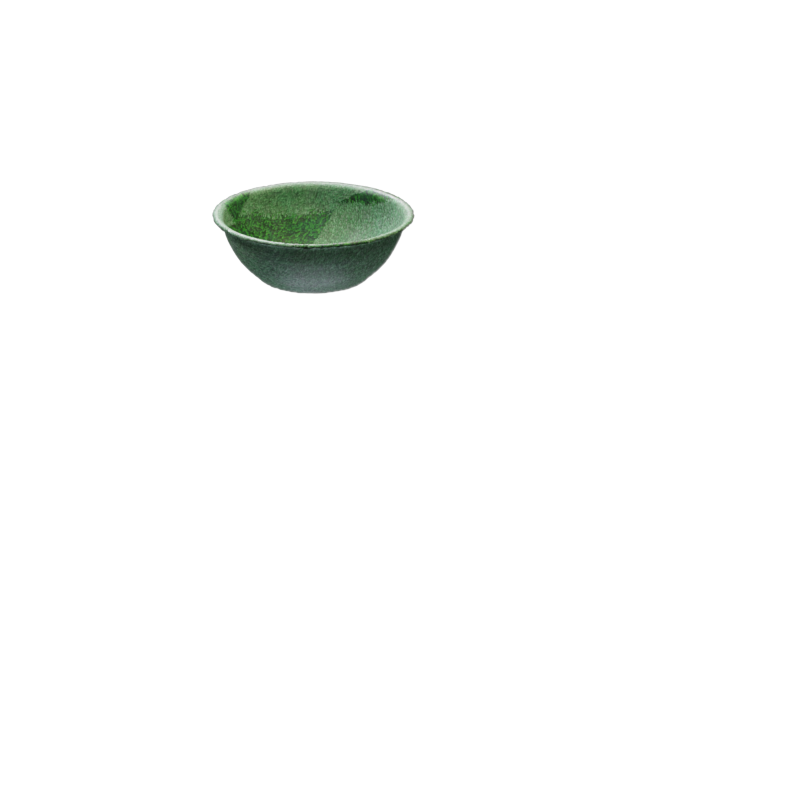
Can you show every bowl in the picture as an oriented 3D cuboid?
[{"bbox_3d":[-0.070,-0.128,0.898,0.162,0.052,0.171,-1,26,-2],"label":"bowl"}]
